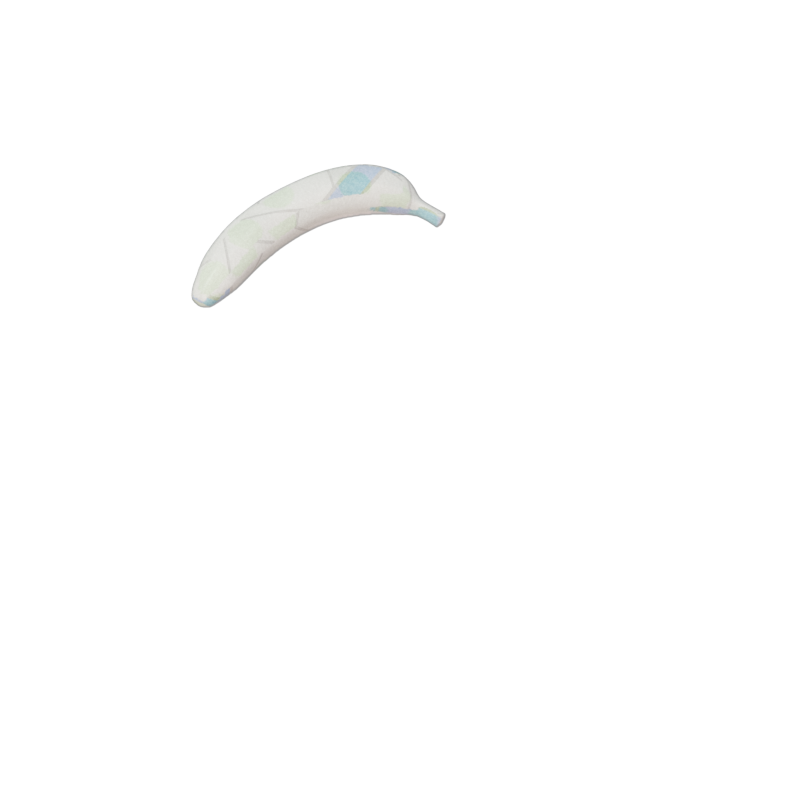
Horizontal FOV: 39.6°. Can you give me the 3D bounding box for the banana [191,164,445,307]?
[{"bbox_3d":[-0.067,-0.128,0.796,0.196,0.075,0.034,-23,-33,-16],"label":"banana"}]
